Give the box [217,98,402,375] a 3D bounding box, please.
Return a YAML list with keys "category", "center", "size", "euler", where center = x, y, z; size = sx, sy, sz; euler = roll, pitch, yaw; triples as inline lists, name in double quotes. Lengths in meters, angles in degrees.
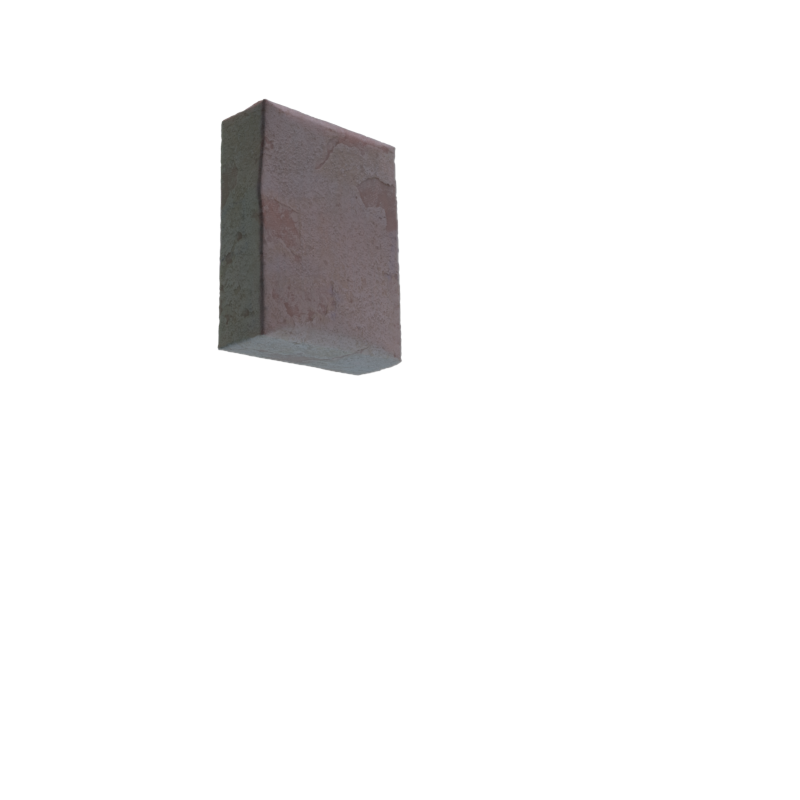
- category: "box"
  center: [-0.077, -0.140, 0.984]
  size: [0.155, 0.223, 0.073]
  euler: [13, -23, -40]
